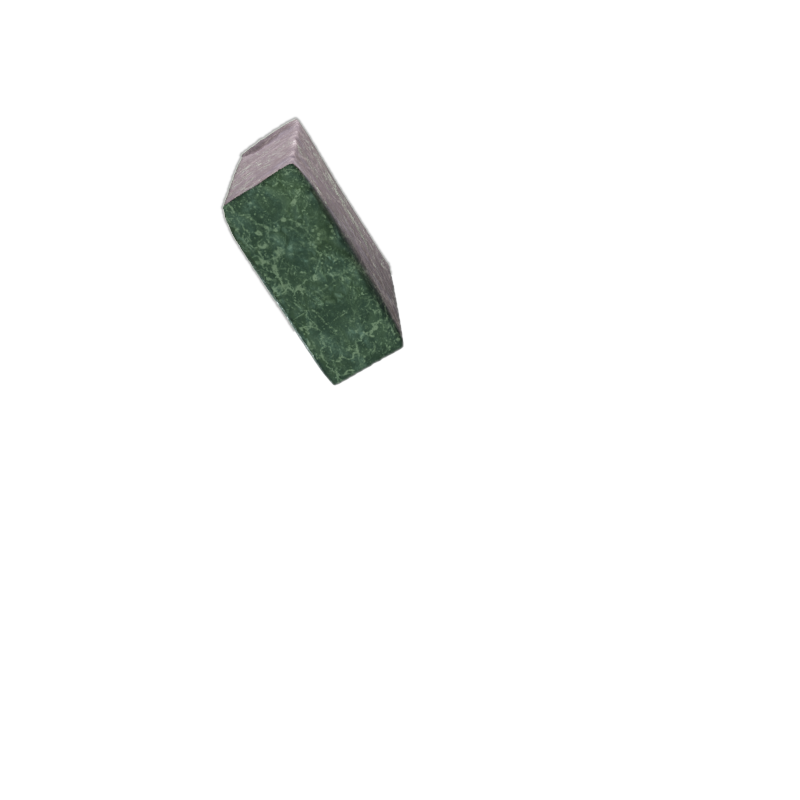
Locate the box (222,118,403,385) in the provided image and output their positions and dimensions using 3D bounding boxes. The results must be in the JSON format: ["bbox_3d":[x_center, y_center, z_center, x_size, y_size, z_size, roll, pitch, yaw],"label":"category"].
[{"bbox_3d":[-0.071,-0.129,0.906,0.072,0.158,0.223,-30,19,8],"label":"box"}]
